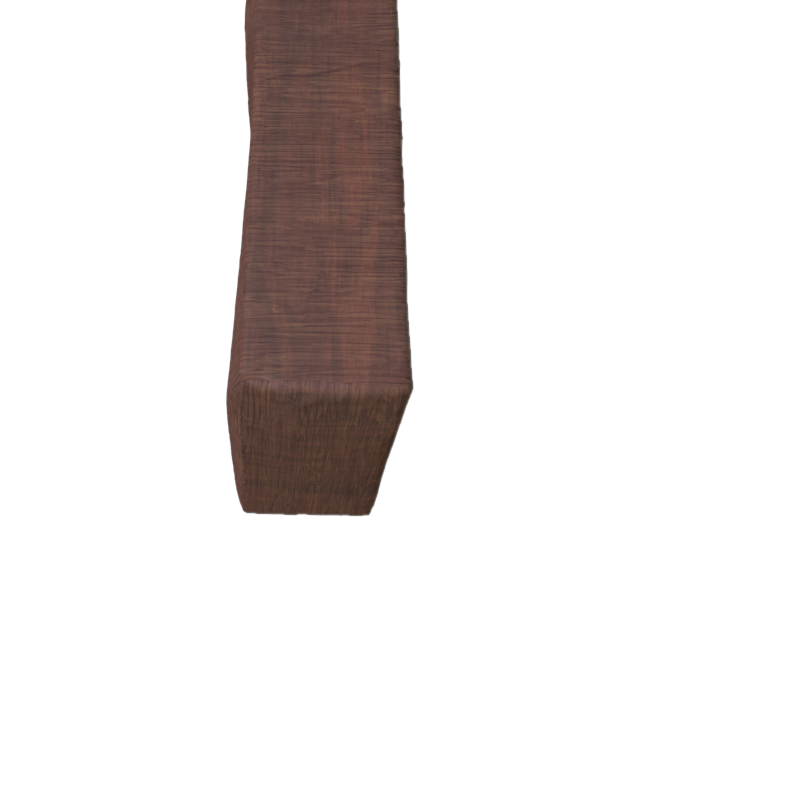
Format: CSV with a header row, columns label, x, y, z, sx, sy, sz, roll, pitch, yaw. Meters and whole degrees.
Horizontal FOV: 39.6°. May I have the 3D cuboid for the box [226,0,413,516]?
label,x,y,z,sx,sy,sz,roll,pitch,yaw
box,-0.040,-0.073,0.511,0.071,0.227,0.156,1,-26,-6
